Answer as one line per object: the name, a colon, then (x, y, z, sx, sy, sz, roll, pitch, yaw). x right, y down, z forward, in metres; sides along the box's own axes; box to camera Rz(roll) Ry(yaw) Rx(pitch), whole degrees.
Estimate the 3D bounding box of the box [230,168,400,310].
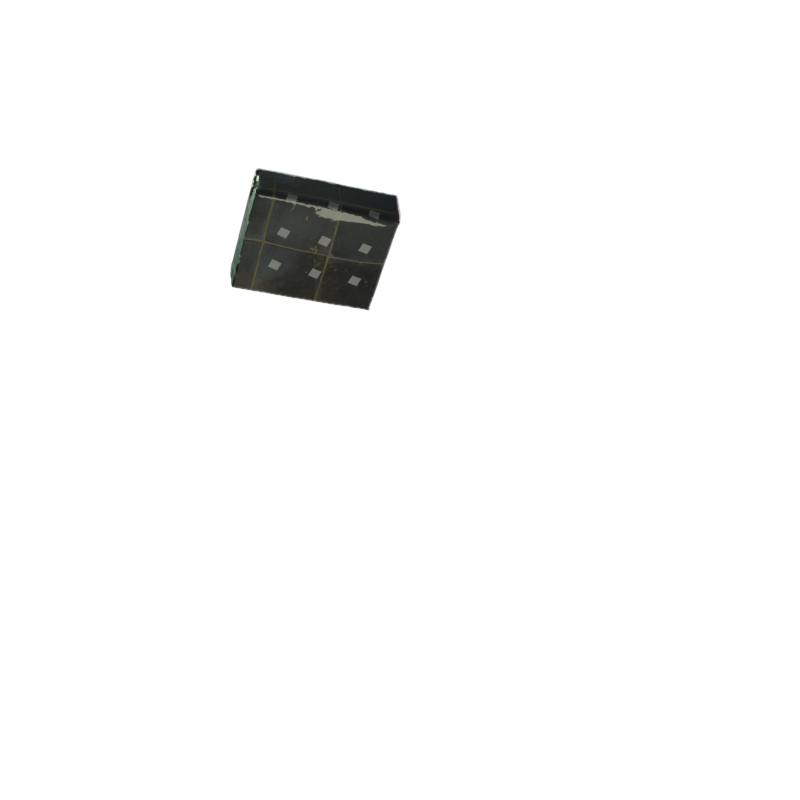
box: (-0.066, -0.120, 0.838, 0.112, 0.085, 0.042, 12, 38, -10)
